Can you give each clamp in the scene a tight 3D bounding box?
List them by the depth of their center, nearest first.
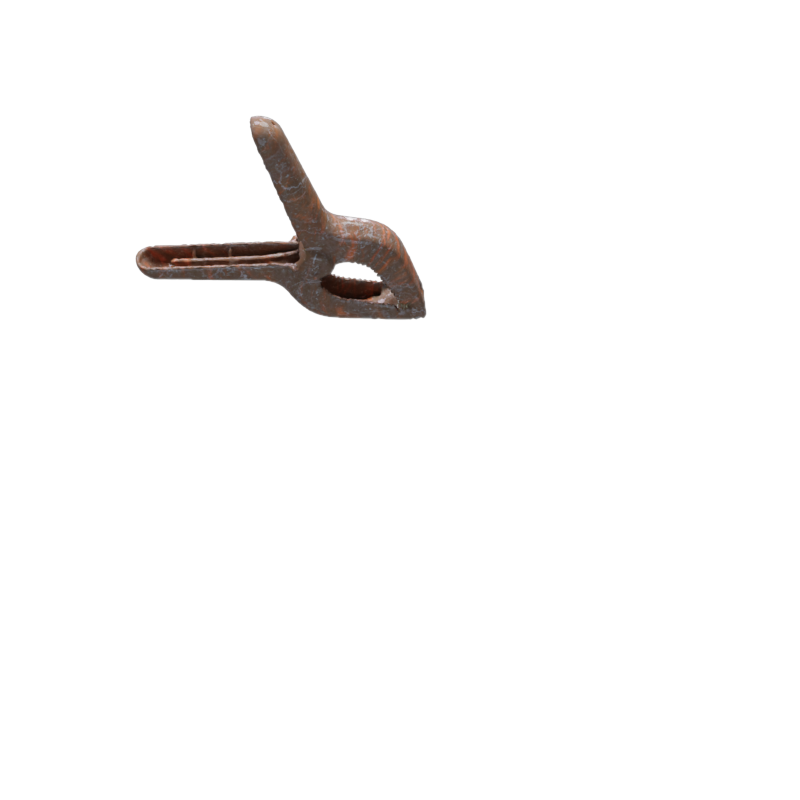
[{"bbox_3d":[-0.061,-0.112,0.785,0.202,0.039,0.160,19,-43,-22],"label":"clamp"}]
